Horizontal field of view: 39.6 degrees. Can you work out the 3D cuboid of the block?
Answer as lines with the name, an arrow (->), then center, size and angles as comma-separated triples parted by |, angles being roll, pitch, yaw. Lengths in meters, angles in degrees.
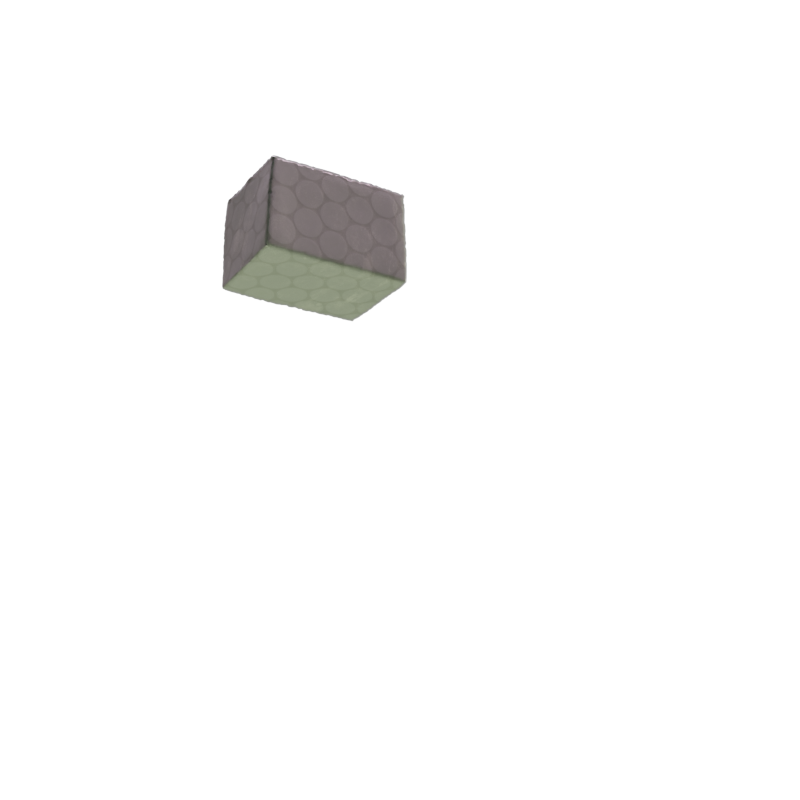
block -> -0.043, -0.079, 0.550 | 0.074, 0.054, 0.052 | 13, -29, -28
